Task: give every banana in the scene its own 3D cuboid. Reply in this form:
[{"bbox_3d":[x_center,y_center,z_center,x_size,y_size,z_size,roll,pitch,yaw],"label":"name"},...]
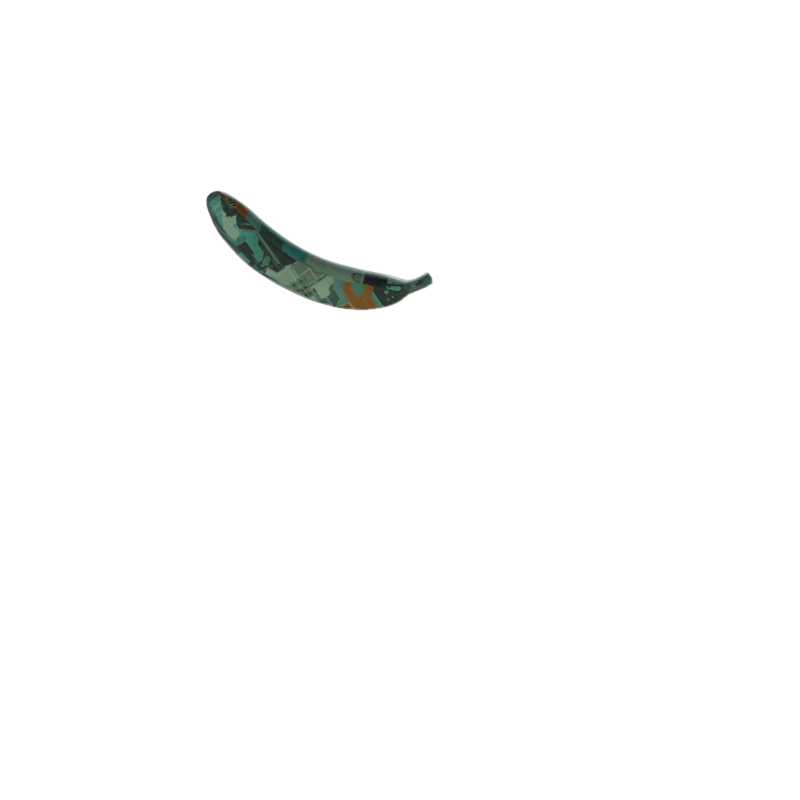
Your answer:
[{"bbox_3d":[-0.076,-0.115,0.916,0.192,0.067,0.039,19,34,-14],"label":"banana"}]
